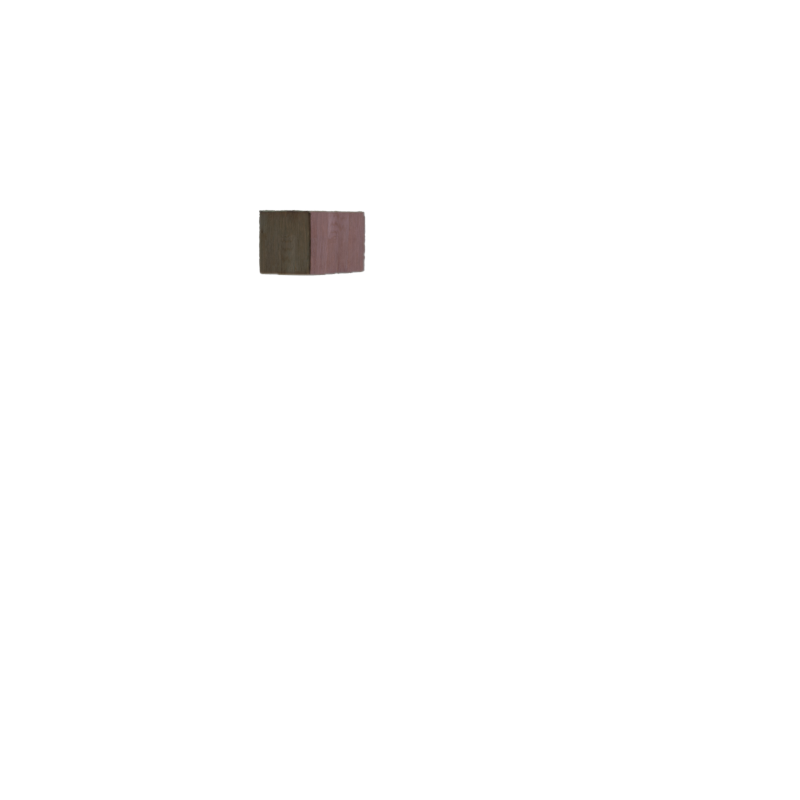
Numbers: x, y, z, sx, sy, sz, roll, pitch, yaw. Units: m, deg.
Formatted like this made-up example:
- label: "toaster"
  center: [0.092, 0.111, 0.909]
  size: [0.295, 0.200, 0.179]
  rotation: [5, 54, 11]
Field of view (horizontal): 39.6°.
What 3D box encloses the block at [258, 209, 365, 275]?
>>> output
- label: "block"
  center: [-0.070, -0.128, 0.893]
  size: [0.055, 0.051, 0.076]
  rotation: [4, 8, 33]
